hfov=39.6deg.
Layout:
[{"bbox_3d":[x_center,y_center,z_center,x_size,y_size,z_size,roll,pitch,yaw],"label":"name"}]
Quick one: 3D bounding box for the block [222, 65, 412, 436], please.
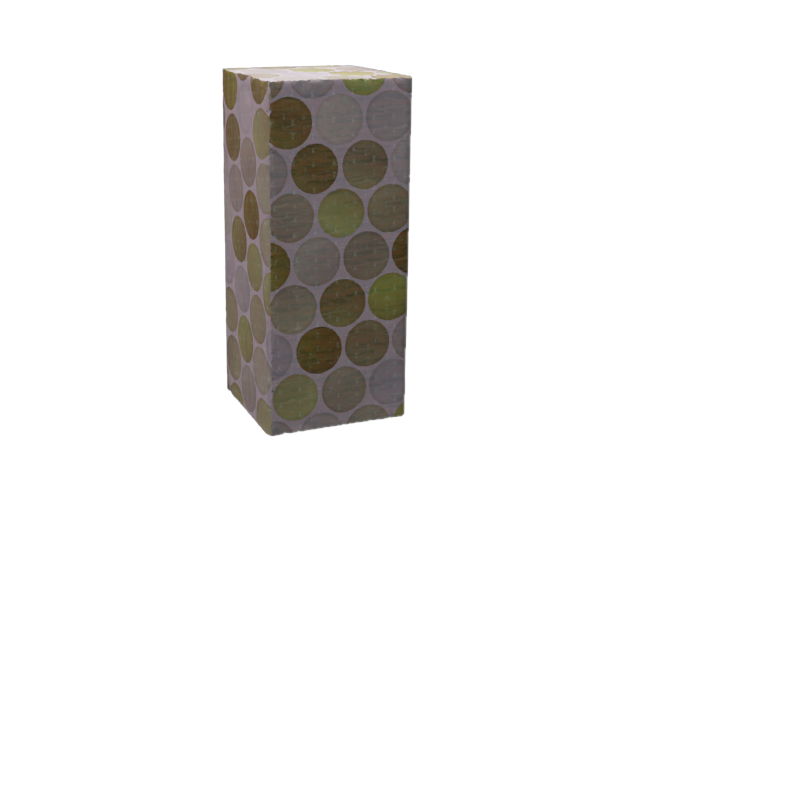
[{"bbox_3d":[-0.053,-0.097,0.676,0.089,0.199,0.095,-6,17,-23],"label":"block"}]
